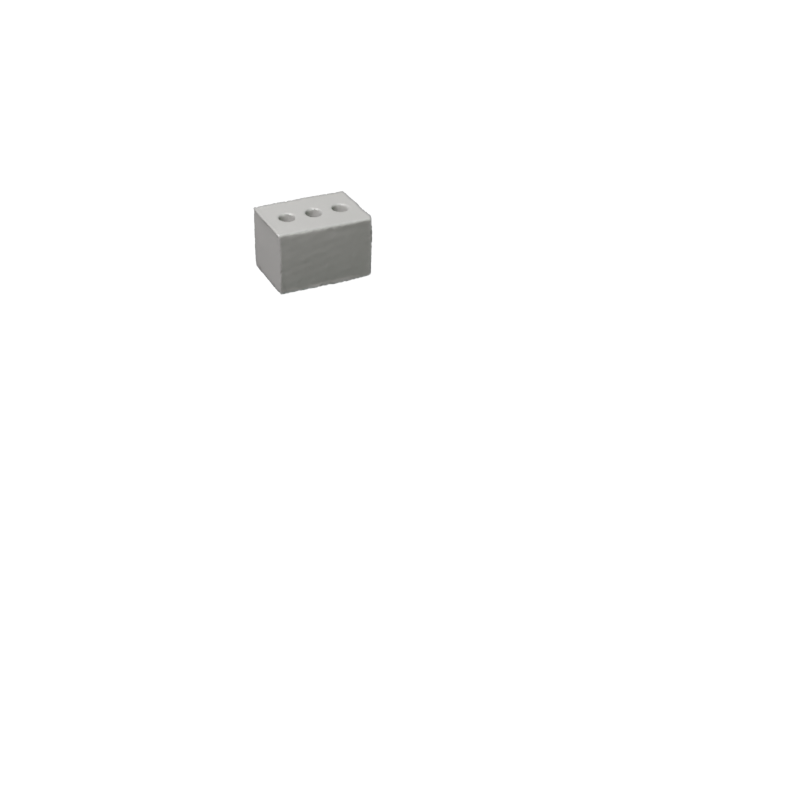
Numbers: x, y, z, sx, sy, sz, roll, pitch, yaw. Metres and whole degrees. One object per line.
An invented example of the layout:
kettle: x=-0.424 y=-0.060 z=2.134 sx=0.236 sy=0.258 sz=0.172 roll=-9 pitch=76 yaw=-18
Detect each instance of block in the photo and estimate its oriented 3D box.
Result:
block: x=-0.066 y=-0.120 z=0.844 sx=0.077 sy=0.048 sz=0.057 roll=-14 pitch=34 yaw=-22
